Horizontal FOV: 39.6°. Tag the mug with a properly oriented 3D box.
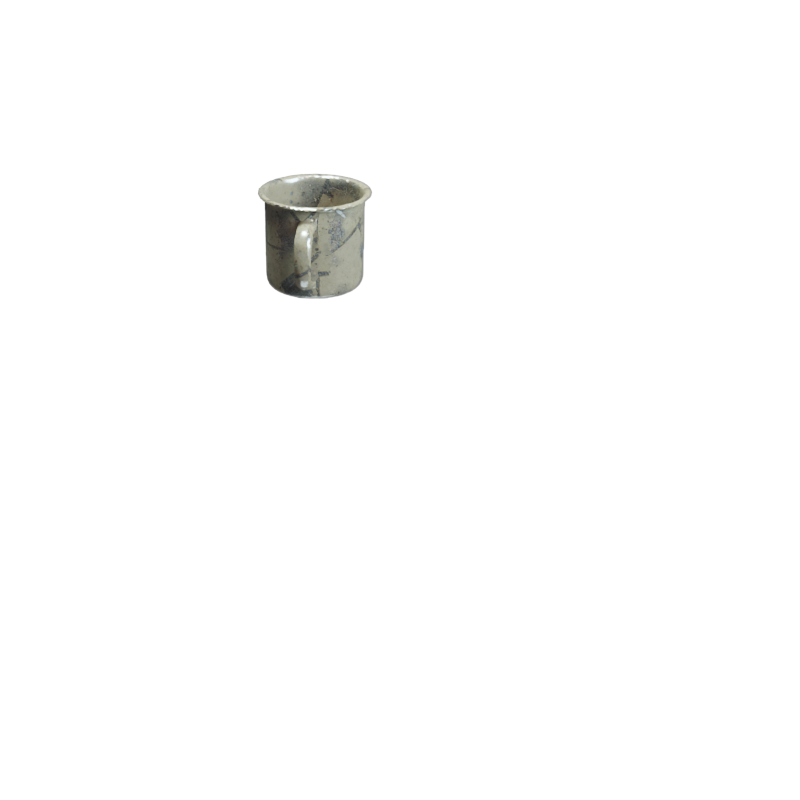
[{"bbox_3d":[-0.071,-0.130,0.908,0.094,0.077,0.123,2,26,2],"label":"mug"}]
